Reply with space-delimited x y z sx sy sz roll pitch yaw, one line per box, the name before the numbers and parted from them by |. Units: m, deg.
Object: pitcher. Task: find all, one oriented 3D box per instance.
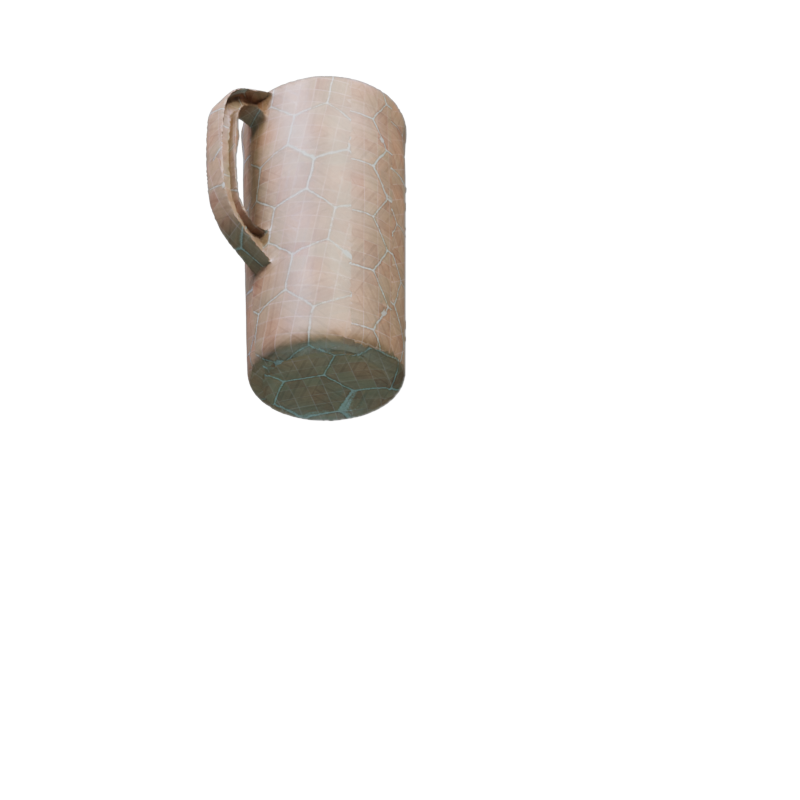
pitcher | -0.064 -0.117 0.817 0.149 0.260 0.135 -3 -36 1
